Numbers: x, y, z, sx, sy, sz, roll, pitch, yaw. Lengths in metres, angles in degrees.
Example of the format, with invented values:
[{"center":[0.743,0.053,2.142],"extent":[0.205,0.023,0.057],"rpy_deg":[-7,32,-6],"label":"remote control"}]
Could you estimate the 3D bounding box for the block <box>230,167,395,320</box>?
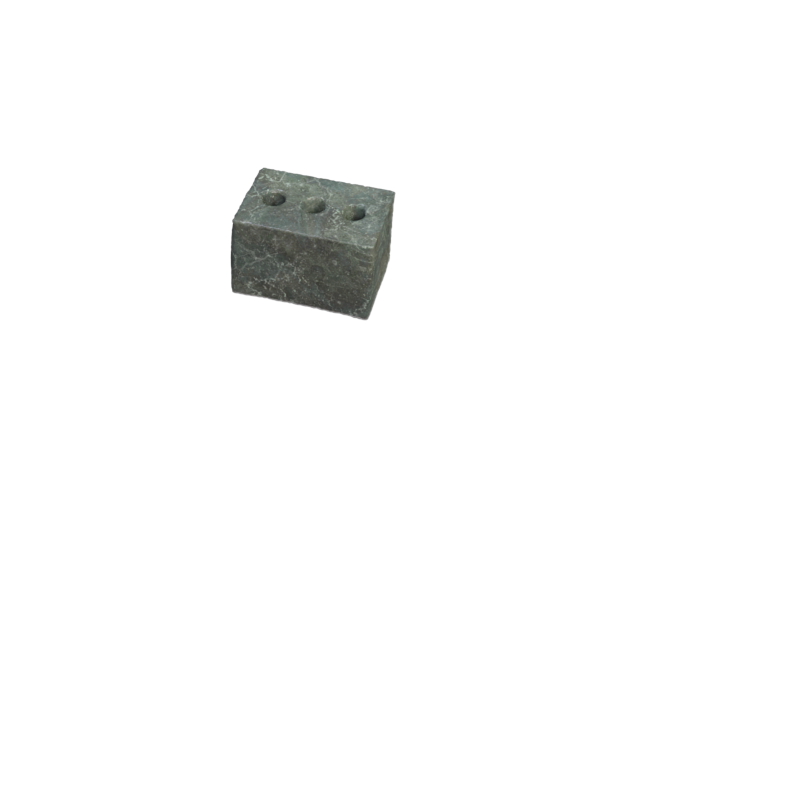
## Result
[{"center":[-0.047,-0.085,0.595],"extent":[0.079,0.048,0.055],"rpy_deg":[11,44,10],"label":"block"}]
